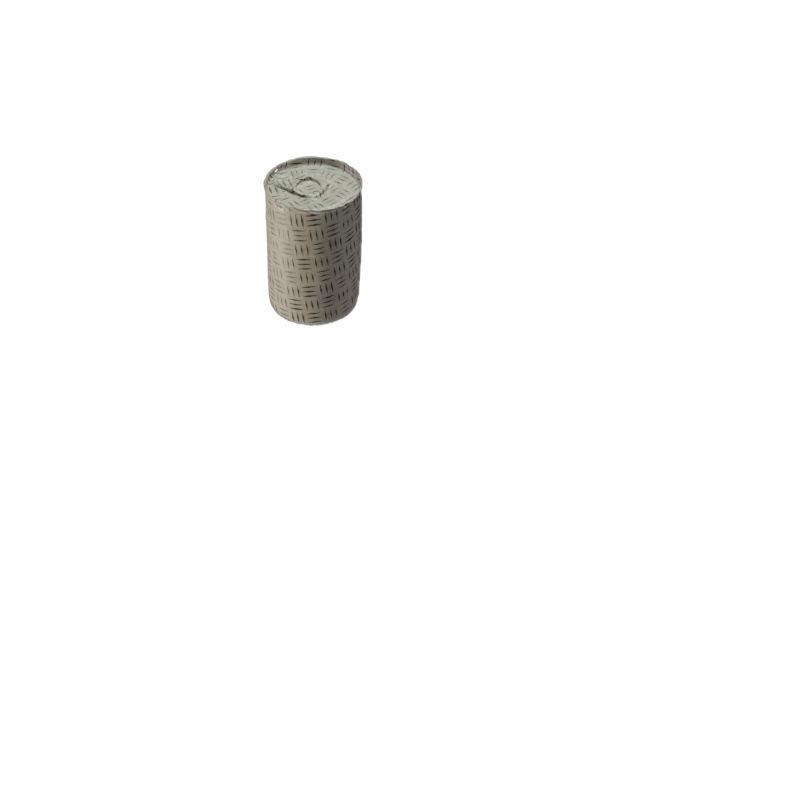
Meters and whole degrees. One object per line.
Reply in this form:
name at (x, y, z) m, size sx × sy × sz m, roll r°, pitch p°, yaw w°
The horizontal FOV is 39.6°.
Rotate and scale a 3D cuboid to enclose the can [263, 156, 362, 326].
can at (-0.062, -0.112, 0.786) m, size 0.068 × 0.095 × 0.073 m, roll 0°, pitch 40°, yaw -3°
